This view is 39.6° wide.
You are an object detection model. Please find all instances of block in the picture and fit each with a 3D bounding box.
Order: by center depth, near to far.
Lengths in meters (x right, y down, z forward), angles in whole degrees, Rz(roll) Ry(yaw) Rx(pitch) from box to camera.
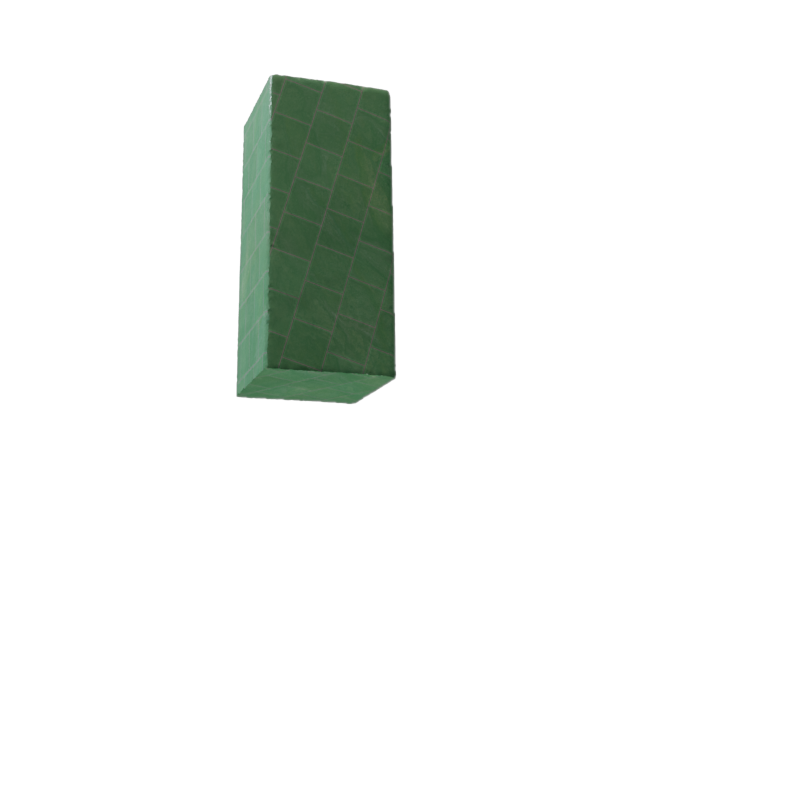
[{"bbox_3d":[-0.060,-0.110,0.772,0.088,0.215,0.089,5,-19,-18],"label":"block"}]
